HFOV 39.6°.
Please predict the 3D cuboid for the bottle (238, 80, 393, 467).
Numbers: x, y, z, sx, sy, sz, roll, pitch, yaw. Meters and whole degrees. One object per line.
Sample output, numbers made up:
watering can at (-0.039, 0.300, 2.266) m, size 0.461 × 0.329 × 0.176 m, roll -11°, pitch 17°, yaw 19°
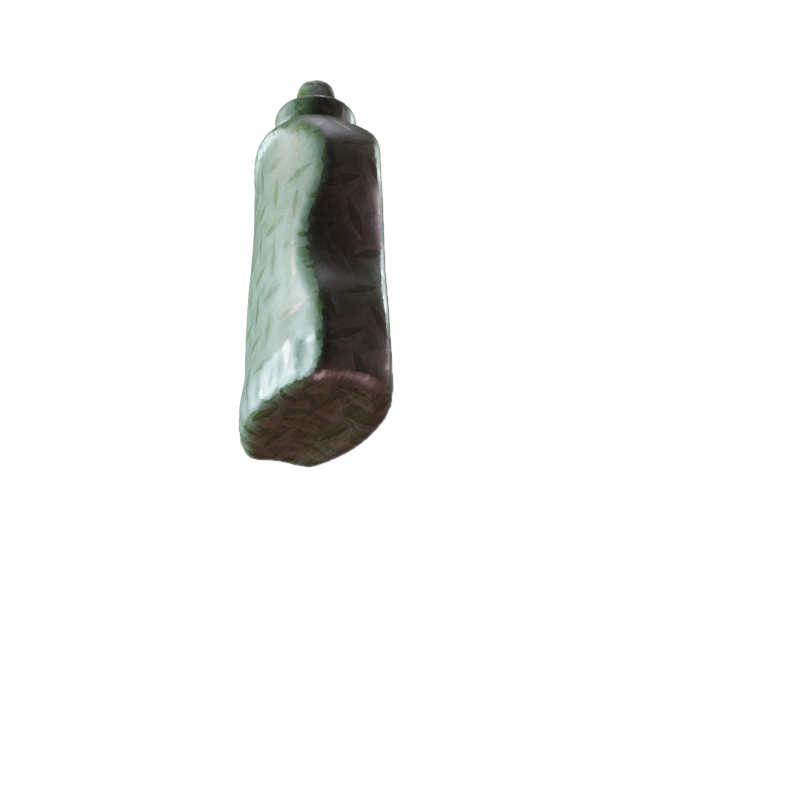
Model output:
bottle at (-0.040, -0.074, 0.519) m, size 0.057 × 0.205 × 0.093 m, roll 10°, pitch -34°, yaw -20°
